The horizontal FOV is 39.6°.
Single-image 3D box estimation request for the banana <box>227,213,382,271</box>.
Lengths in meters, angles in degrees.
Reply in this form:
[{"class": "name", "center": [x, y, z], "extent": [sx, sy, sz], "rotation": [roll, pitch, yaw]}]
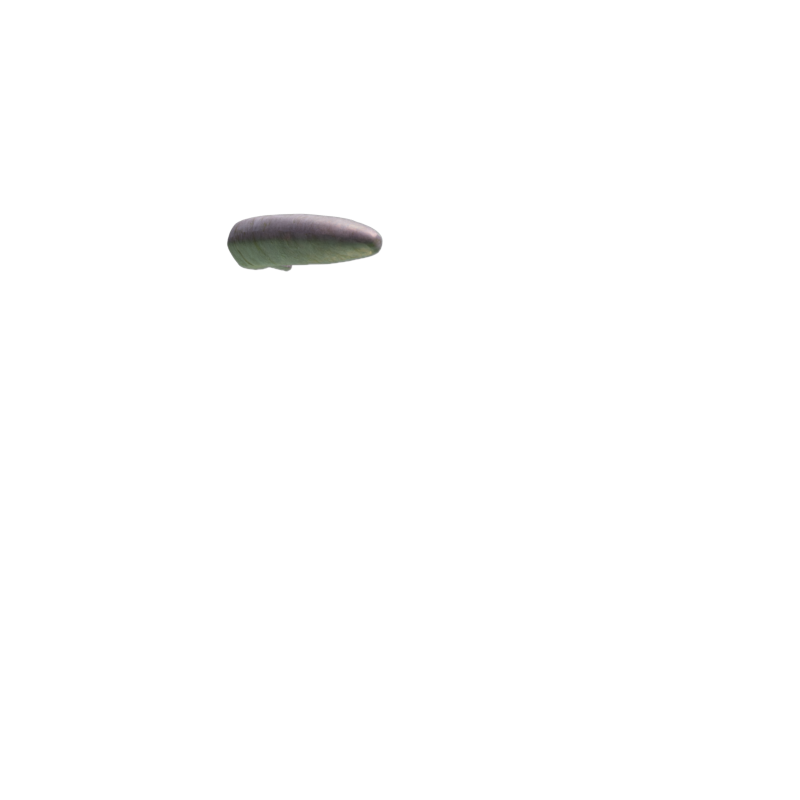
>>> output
[{"class": "banana", "center": [-0.080, -0.112, 0.783], "extent": [0.068, 0.037, 0.203], "rotation": [-1, 5, -23]}]
